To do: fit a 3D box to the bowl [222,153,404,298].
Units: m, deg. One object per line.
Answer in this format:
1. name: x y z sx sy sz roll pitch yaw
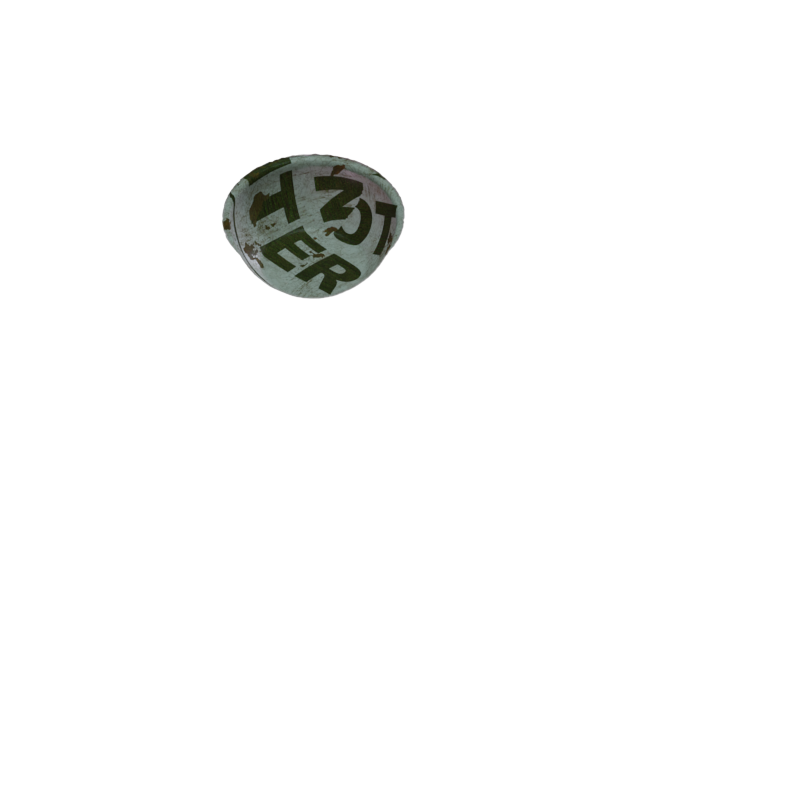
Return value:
1. bowl: -0.075 -0.138 0.964 0.162 0.059 0.151 1 -38 -2
